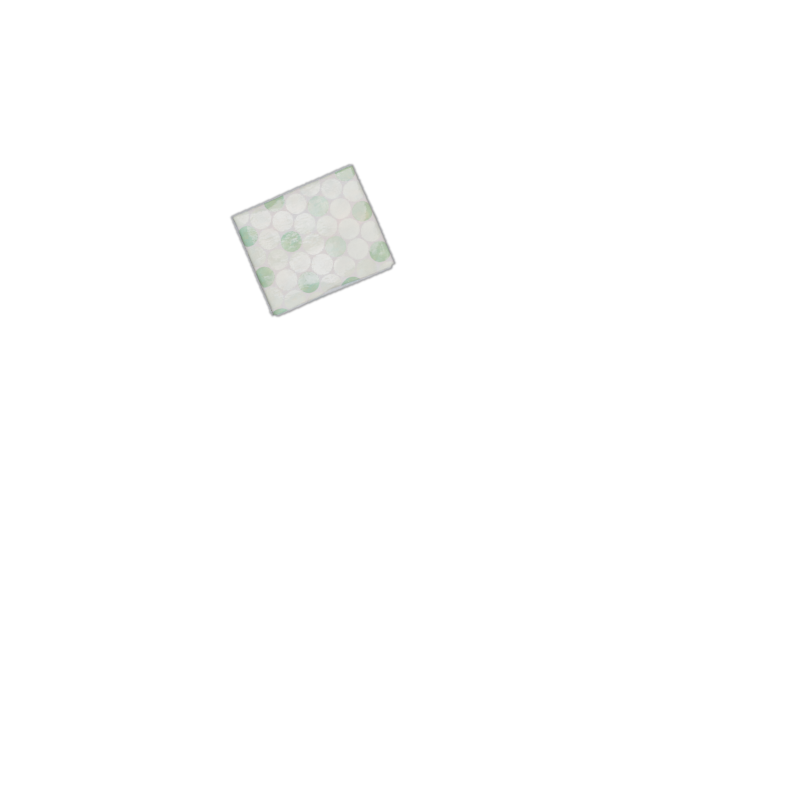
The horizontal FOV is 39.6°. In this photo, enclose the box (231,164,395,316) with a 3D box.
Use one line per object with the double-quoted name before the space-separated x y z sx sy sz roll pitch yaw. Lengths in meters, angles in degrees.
"box" -0.058 -0.106 0.741 0.089 0.074 0.030 -23 -4 -3
